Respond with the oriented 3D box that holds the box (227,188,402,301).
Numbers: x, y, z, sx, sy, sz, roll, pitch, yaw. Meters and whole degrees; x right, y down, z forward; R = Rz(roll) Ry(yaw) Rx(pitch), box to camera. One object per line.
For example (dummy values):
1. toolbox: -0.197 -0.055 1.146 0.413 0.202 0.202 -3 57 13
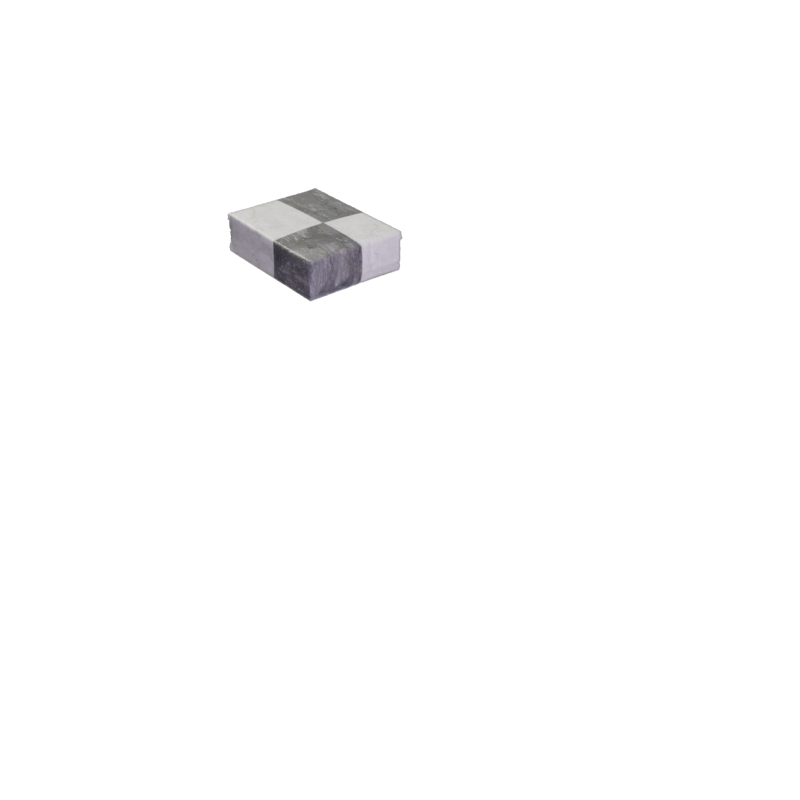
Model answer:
1. box: -0.068 -0.124 0.871 0.089 0.037 0.121 -22 36 -34
